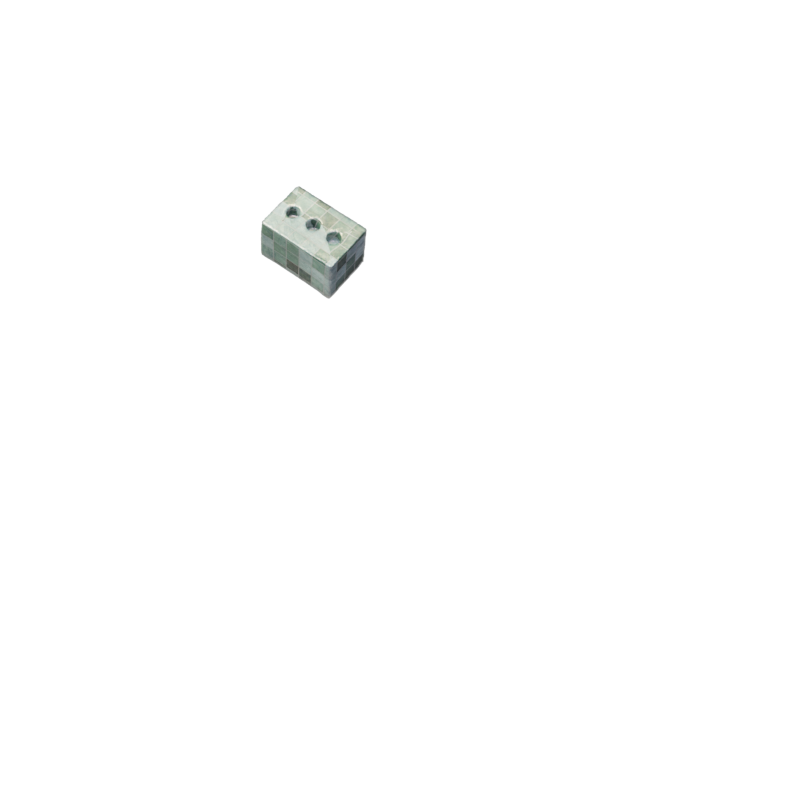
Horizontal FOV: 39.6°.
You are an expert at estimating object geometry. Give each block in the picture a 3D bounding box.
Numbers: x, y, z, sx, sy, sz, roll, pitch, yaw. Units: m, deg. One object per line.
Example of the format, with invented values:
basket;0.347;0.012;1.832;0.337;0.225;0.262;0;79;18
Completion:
block;-0.075;-0.137;0.959;0.082;0.054;0.048;33;-27;18
